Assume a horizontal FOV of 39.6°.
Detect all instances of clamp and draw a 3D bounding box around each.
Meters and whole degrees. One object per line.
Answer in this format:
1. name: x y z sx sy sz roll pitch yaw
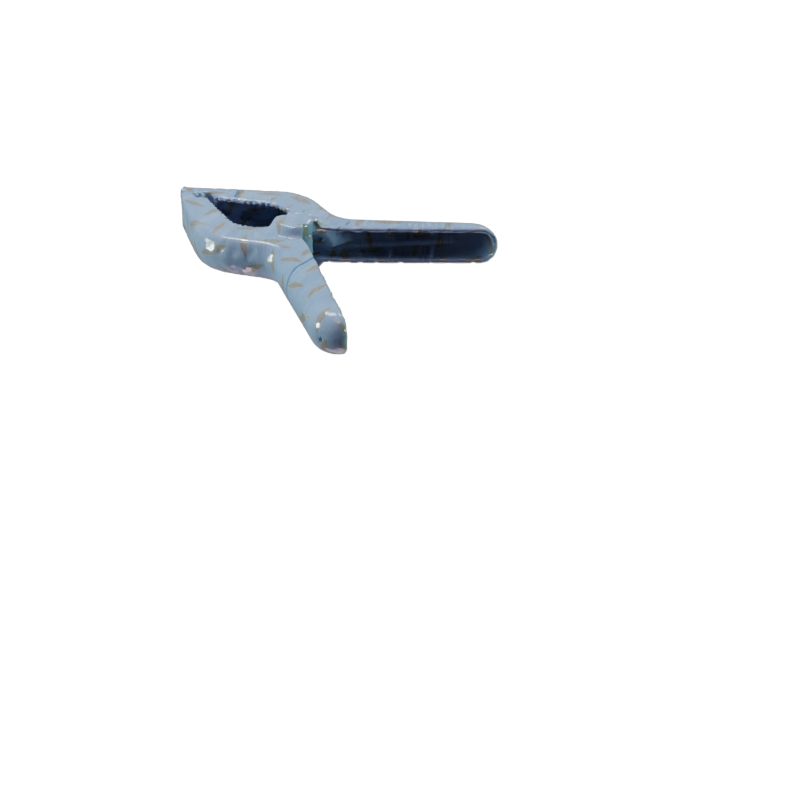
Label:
1. clamp: -0.055 -0.101 0.708 0.163 0.034 0.224 -27 40 -37
